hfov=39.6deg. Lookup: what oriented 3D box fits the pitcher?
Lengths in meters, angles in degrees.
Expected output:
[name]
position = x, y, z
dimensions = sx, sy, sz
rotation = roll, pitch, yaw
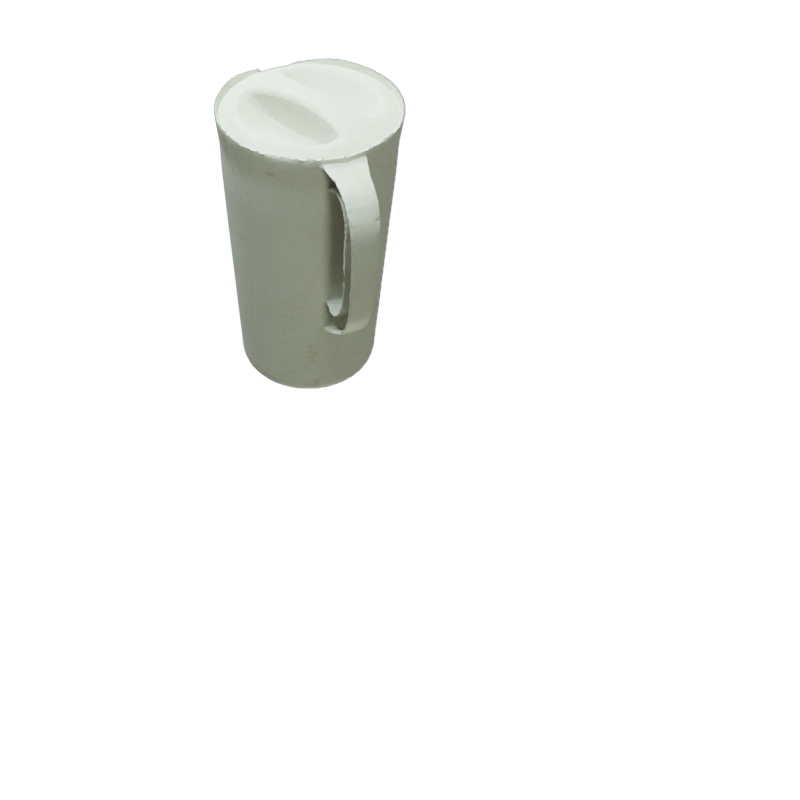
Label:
[pitcher]
position = -0.065, -0.119, 0.832
dimensions = 0.149, 0.226, 0.155
rotation = 16, 44, 14
